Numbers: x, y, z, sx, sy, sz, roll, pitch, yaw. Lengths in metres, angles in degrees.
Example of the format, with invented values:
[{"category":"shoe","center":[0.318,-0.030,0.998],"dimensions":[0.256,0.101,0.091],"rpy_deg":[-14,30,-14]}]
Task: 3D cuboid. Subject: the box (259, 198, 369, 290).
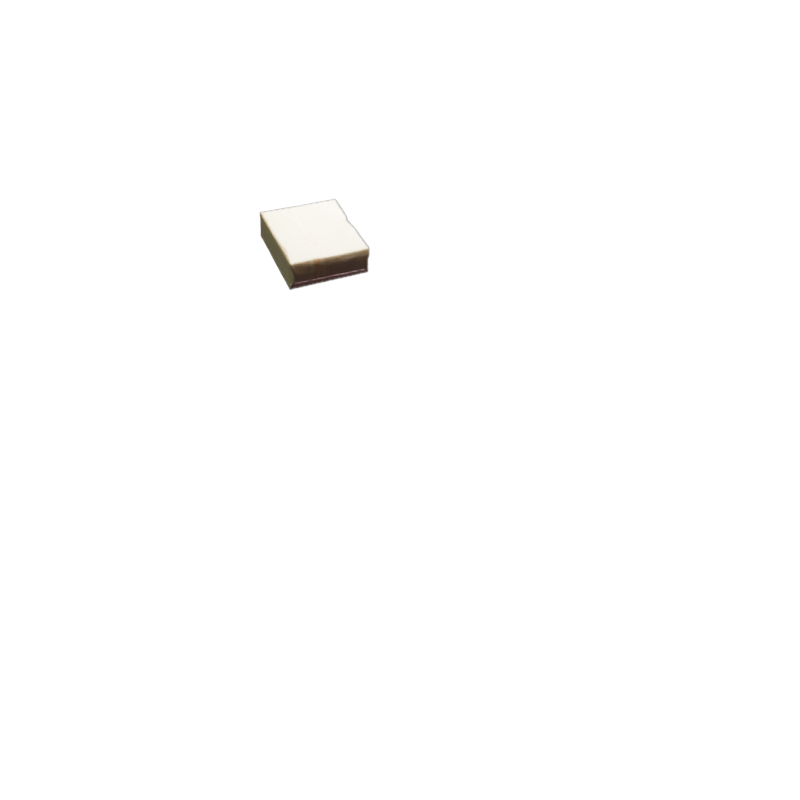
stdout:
[{"category":"box","center":[-0.076,-0.139,0.973],"dimensions":[0.072,0.028,0.097],"rpy_deg":[-13,41,-16]}]
